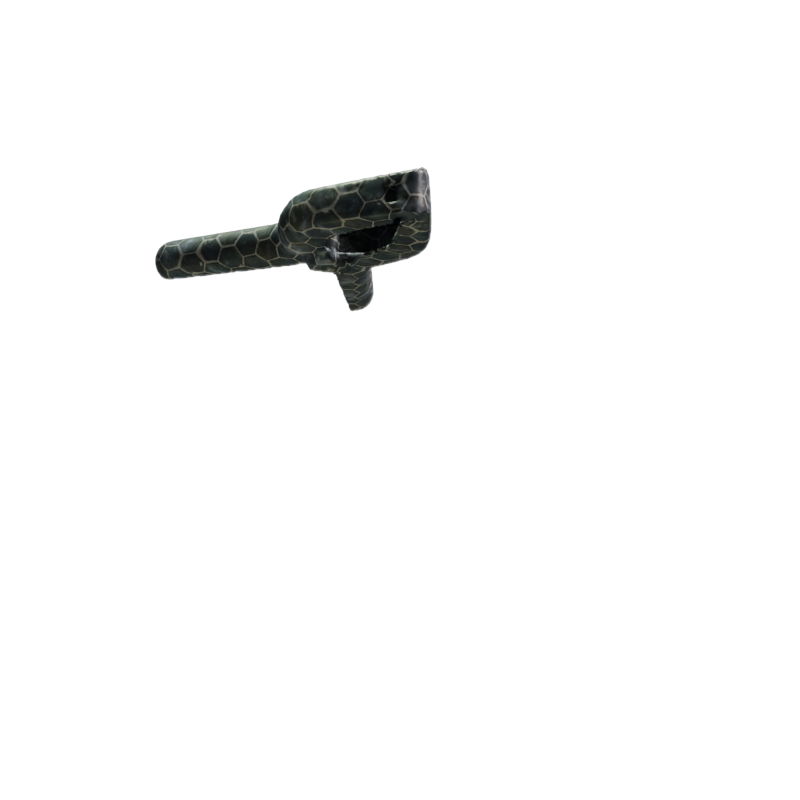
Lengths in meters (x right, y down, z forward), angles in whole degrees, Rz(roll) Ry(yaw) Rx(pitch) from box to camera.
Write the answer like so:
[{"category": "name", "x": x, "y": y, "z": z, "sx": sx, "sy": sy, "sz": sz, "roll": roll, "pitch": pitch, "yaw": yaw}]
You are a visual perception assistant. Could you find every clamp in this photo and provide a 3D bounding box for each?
[{"category": "clamp", "x": -0.055, "y": -0.100, "z": 0.700, "sx": 0.159, "sy": 0.038, "sz": 0.209, "roll": 5, "pitch": -13, "yaw": -24}]
